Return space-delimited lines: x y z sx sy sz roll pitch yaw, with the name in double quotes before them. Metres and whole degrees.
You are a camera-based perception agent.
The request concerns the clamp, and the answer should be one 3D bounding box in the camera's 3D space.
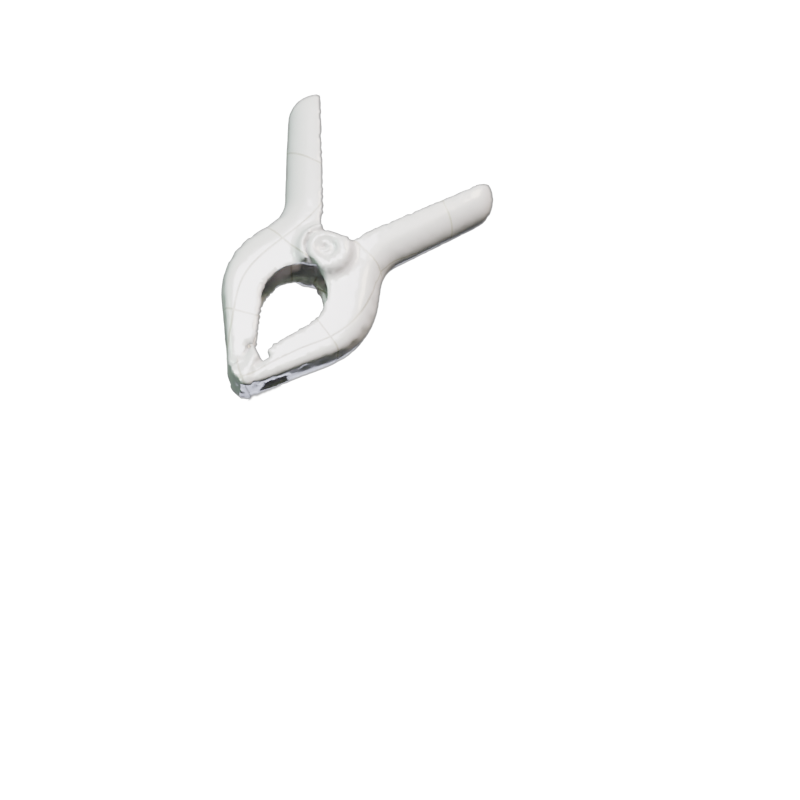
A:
"clamp" -0.045 -0.082 0.574 0.125 0.175 0.037 34 -25 17
